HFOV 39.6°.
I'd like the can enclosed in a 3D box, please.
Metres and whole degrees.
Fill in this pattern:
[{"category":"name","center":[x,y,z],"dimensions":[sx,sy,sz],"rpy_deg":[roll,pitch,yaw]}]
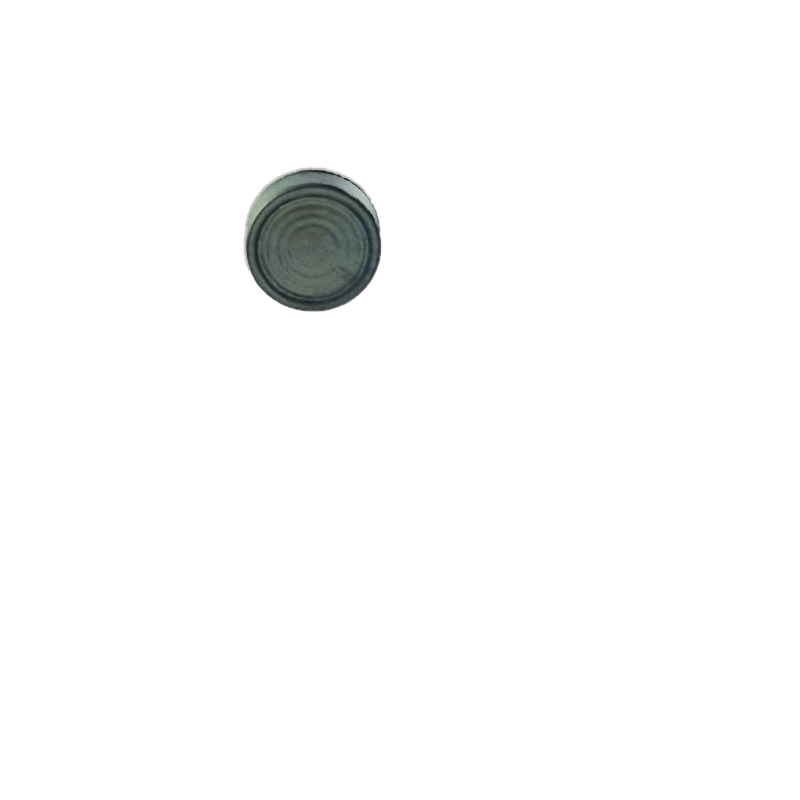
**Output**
[{"category":"can","center":[-0.054,-0.099,0.696],"dimensions":[0.086,0.082,0.035],"rpy_deg":[0,22,-1]}]
